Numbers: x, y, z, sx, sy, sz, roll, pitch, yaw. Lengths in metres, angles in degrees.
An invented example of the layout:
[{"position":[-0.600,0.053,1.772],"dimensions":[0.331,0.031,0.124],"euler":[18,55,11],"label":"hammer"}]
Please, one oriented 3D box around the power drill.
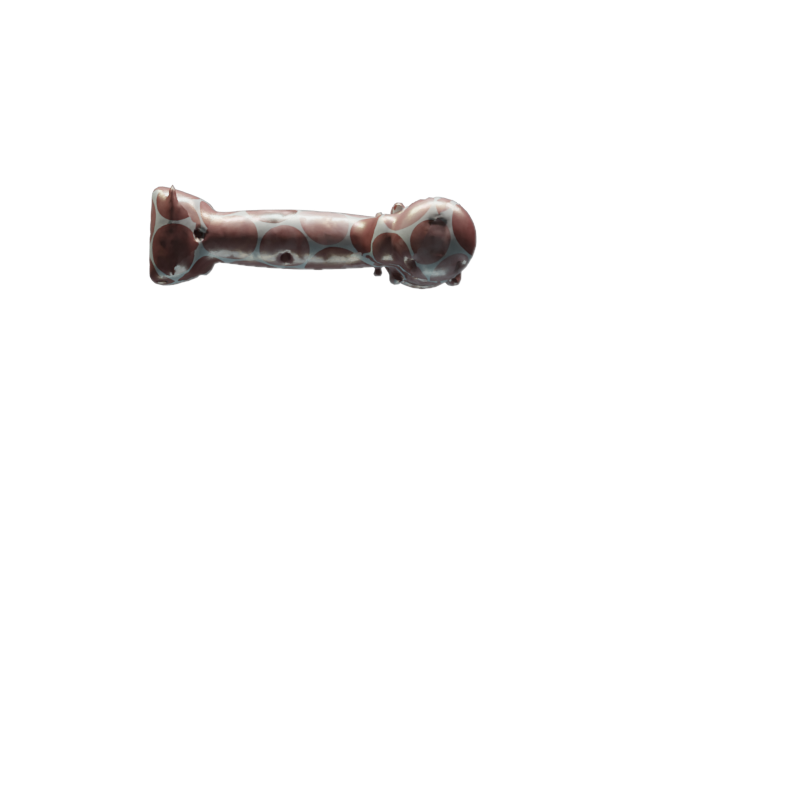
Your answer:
[{"position":[-0.053,-0.097,0.679],"dimensions":[0.187,0.058,0.184],"euler":[0,3,-2],"label":"power drill"}]
